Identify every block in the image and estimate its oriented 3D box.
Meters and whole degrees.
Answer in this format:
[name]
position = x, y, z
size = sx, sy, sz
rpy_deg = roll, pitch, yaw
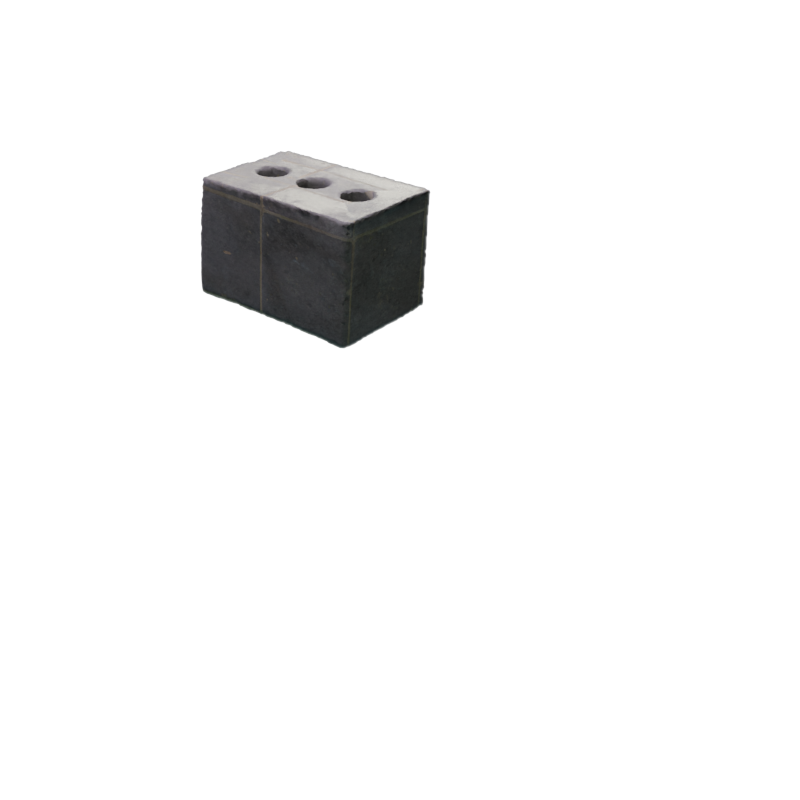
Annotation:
[block]
position = -0.035, -0.063, 0.441
size = 0.082, 0.049, 0.053
rpy_deg = 21, 33, 34
